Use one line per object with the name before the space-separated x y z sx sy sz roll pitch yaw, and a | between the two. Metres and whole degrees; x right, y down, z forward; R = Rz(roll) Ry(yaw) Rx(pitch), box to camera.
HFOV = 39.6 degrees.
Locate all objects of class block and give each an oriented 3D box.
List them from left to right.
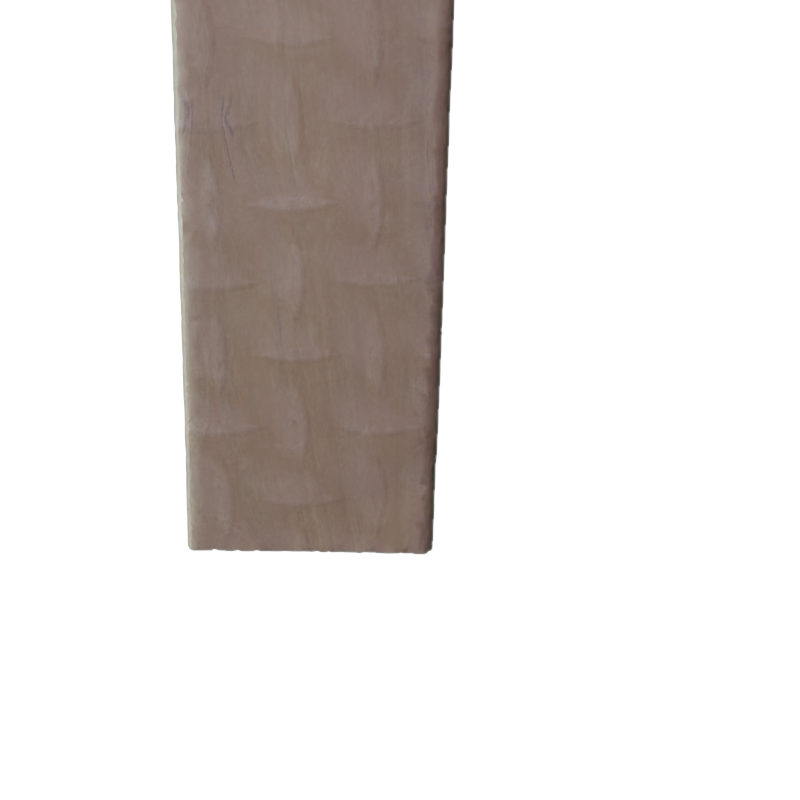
block | -0.032 -0.059 0.409 0.091 0.198 0.094 1 19 -2
